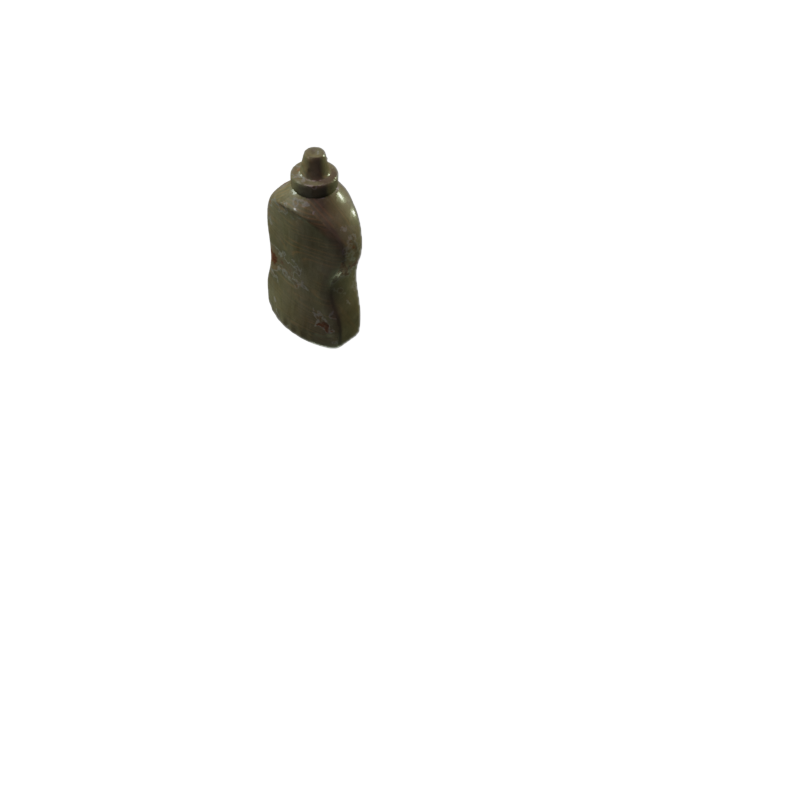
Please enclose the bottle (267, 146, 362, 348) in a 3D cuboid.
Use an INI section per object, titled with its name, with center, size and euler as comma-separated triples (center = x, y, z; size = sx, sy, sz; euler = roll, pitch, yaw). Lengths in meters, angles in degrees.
[bottle]
center = -0.077, -0.141, 0.983
size = 0.058, 0.179, 0.103
euler = -31, 53, -32
